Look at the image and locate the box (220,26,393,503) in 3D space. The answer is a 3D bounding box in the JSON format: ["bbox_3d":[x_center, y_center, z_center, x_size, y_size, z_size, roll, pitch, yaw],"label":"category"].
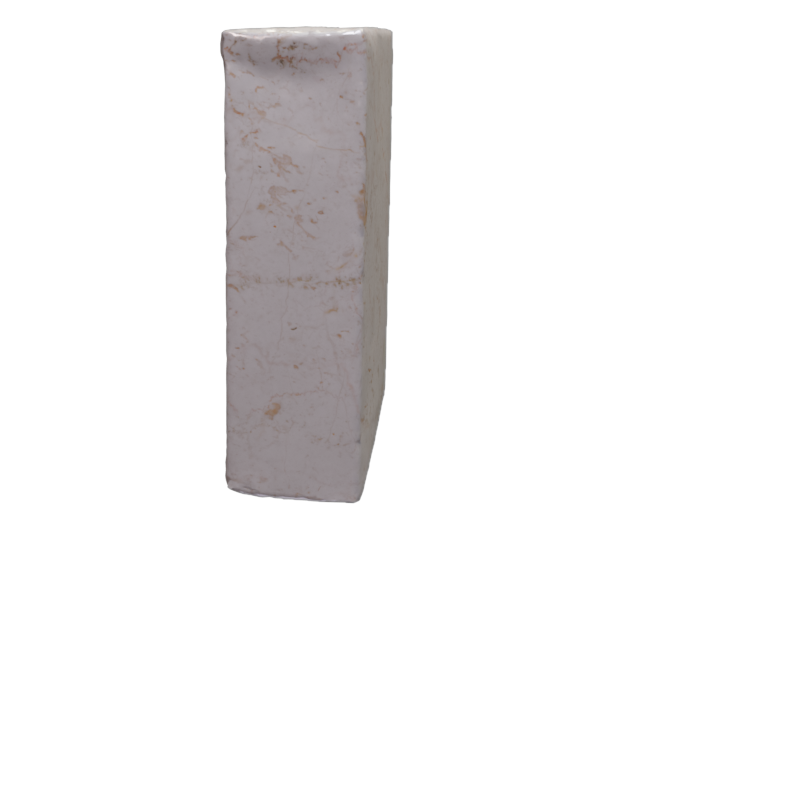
[{"bbox_3d":[-0.044,-0.080,0.562,0.072,0.208,0.168,2,14,4],"label":"box"}]
